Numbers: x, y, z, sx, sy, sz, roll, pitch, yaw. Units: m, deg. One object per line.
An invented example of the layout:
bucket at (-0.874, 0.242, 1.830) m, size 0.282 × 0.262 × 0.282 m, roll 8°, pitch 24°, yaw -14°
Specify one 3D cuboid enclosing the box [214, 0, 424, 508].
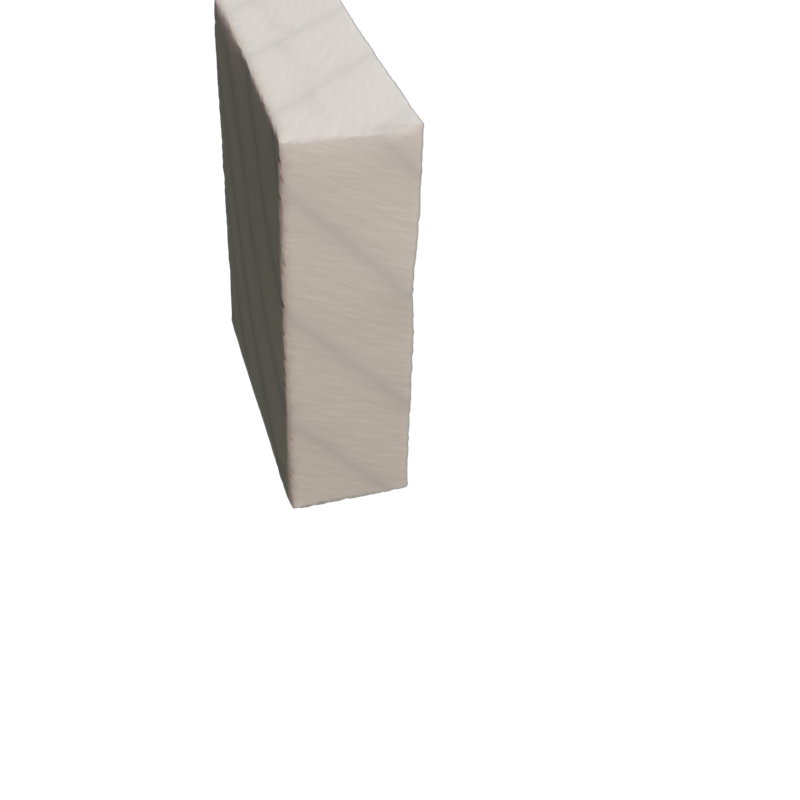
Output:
box at (-0.044, -0.081, 0.568) m, size 0.071 × 0.200 × 0.177 m, roll -8°, pitch 39°, yaw -14°
